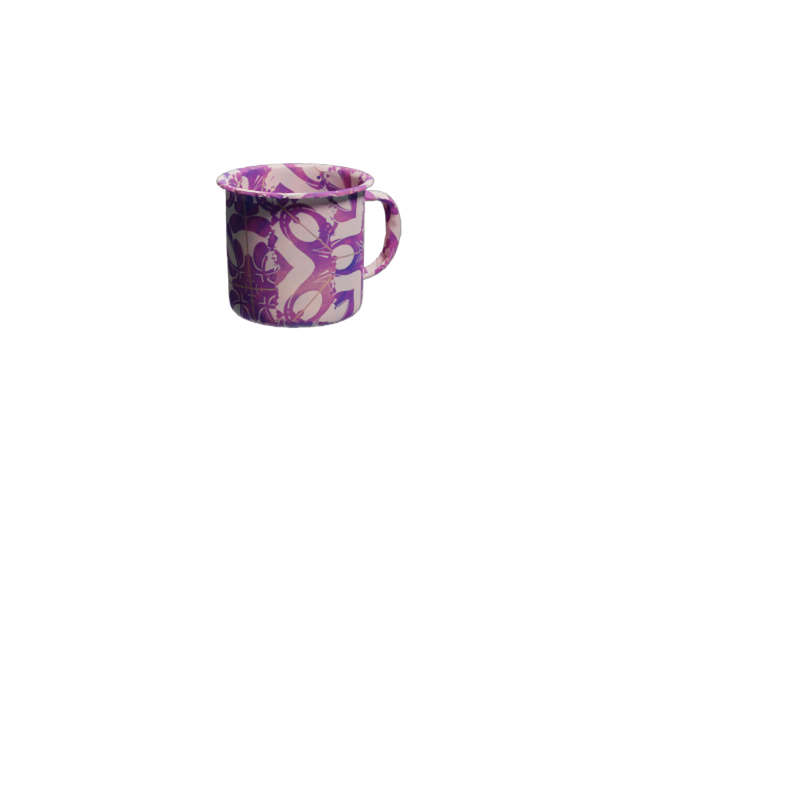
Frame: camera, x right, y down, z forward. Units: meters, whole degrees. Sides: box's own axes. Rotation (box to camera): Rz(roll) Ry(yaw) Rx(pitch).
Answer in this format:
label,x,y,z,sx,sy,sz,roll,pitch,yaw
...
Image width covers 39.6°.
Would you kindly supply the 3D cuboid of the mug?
label,x,y,z,sx,sy,sz,roll,pitch,yaw
mug,-0.052,-0.095,0.667,0.114,0.078,0.099,-11,22,-28
